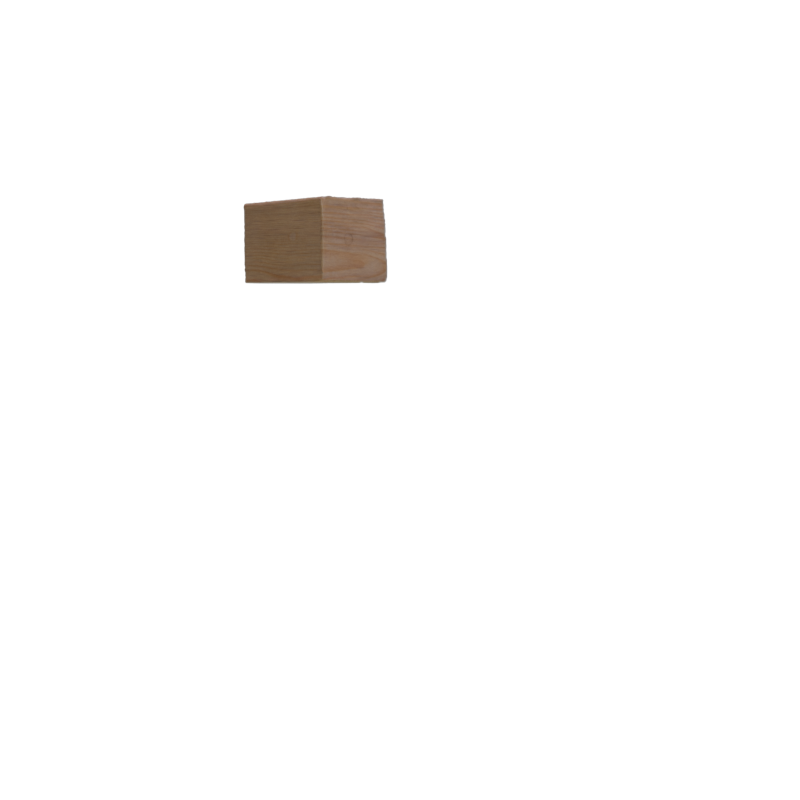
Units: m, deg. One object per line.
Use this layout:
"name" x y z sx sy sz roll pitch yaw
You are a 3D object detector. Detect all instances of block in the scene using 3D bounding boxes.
"block" -0.053 -0.097 0.682 0.051 0.051 0.081 -2 3 -44
